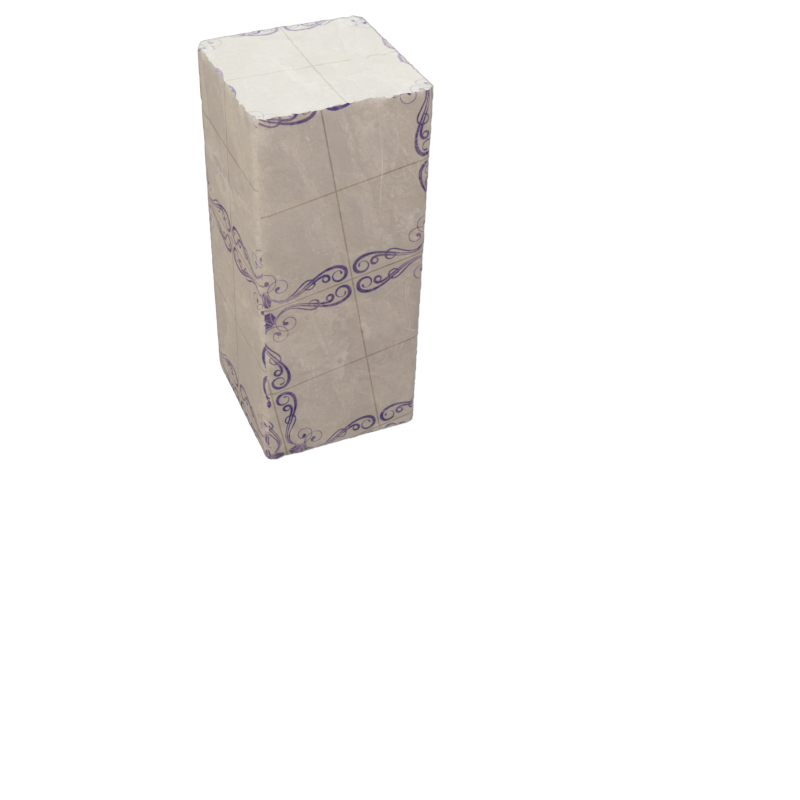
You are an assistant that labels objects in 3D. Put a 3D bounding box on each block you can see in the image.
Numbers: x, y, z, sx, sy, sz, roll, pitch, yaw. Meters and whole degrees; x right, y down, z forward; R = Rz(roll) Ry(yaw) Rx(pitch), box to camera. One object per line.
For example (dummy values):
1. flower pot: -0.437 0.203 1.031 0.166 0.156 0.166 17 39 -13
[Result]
1. block: -0.046 -0.083 0.579 0.089 0.193 0.098 -13 41 -20
